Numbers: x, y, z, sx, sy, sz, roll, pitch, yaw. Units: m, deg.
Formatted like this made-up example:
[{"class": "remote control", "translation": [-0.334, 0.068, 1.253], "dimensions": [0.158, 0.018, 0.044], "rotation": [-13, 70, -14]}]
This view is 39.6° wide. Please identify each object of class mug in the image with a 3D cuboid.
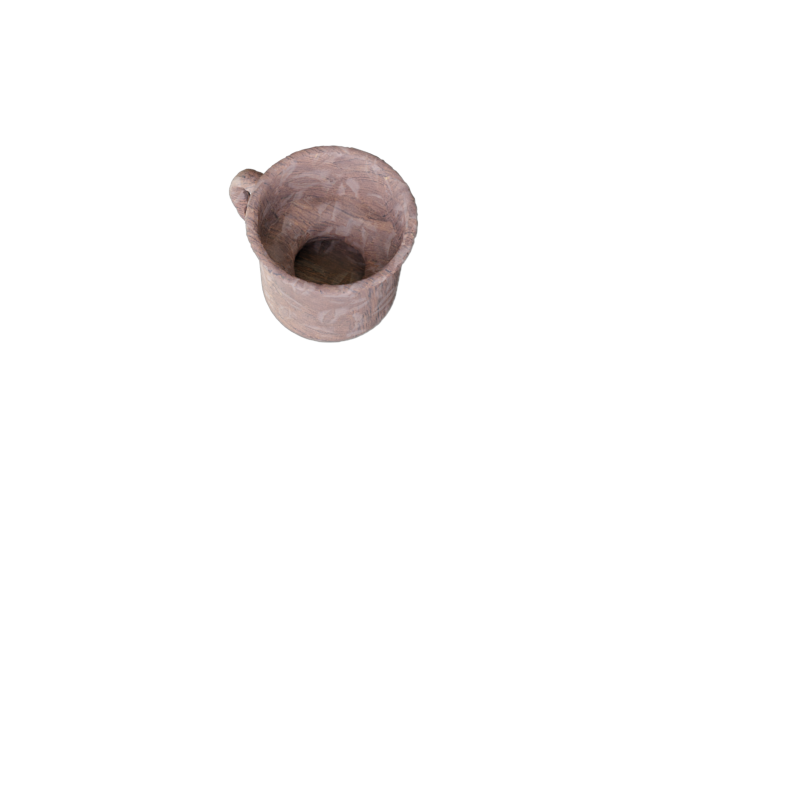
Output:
[{"class": "mug", "translation": [-0.050, -0.090, 0.632], "dimensions": [0.121, 0.095, 0.077], "rotation": [31, -22, 13]}]
